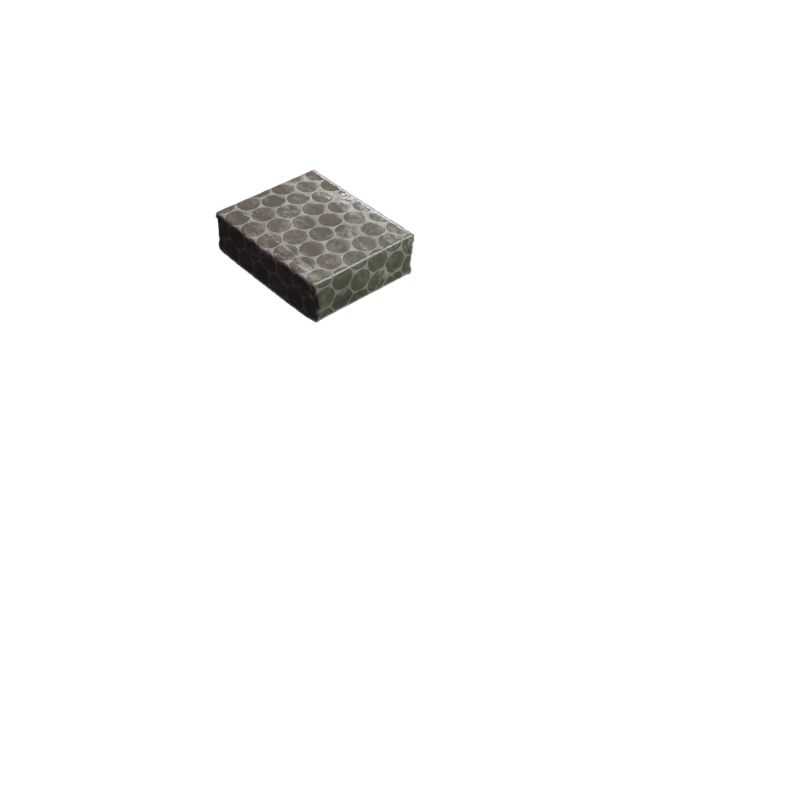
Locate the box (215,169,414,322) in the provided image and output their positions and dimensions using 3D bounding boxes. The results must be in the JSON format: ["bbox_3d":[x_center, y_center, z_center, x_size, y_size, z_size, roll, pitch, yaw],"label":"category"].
[{"bbox_3d":[-0.061,-0.110,0.773,0.090,0.036,0.122,-30,50,-29],"label":"box"}]
